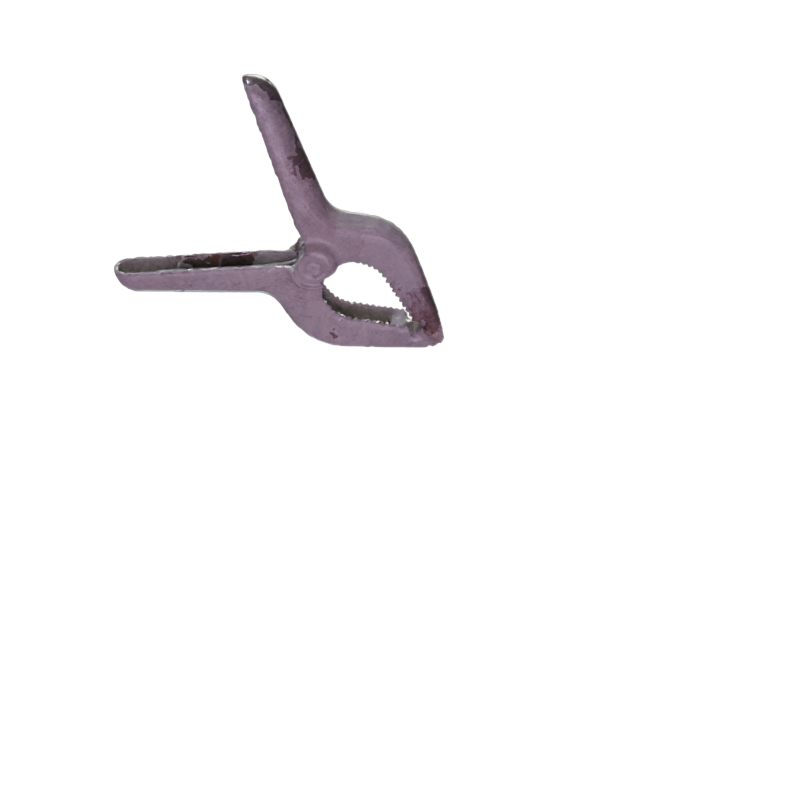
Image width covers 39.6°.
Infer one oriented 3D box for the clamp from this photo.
[{"bbox_3d":[-0.055,-0.100,0.702,0.204,0.159,0.039,25,26,-13],"label":"clamp"}]
